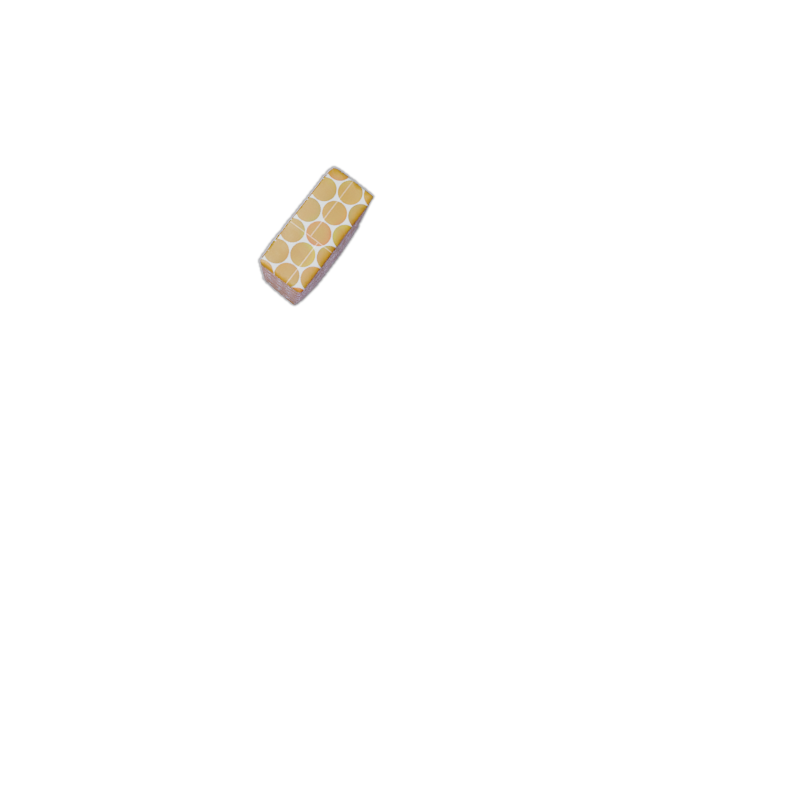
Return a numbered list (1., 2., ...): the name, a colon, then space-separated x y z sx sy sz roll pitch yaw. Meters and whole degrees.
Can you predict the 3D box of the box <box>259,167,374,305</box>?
1. box: -0.070 -0.128 0.893 0.048 0.094 0.175 37 -4 -3
